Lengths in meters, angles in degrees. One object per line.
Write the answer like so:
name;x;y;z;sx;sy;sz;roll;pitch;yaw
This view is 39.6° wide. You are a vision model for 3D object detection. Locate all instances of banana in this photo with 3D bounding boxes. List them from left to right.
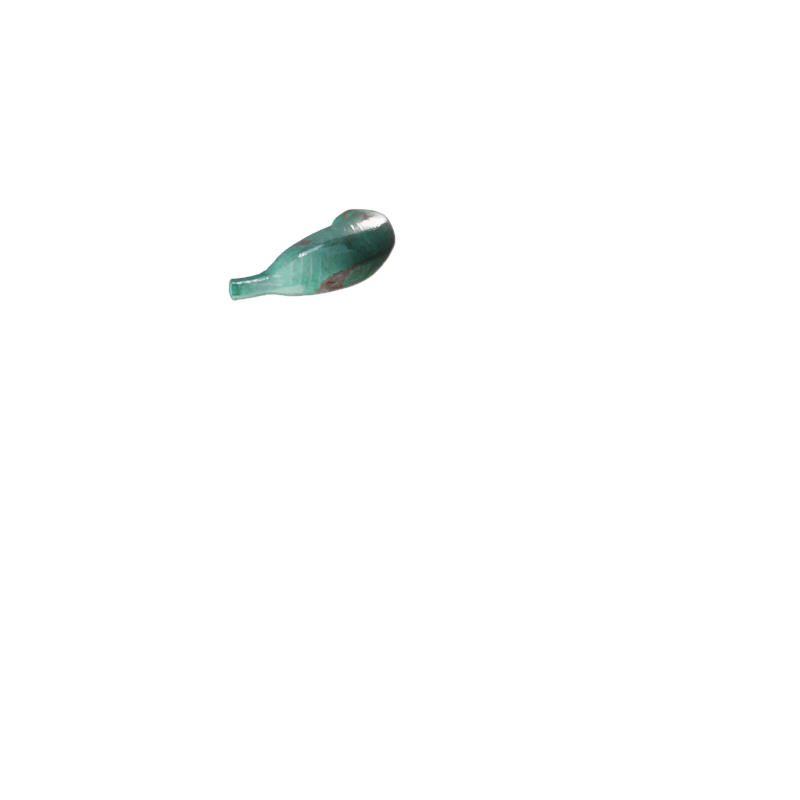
banana;-0.038;-0.096;0.687;0.071;0.036;0.199;5;18;15
